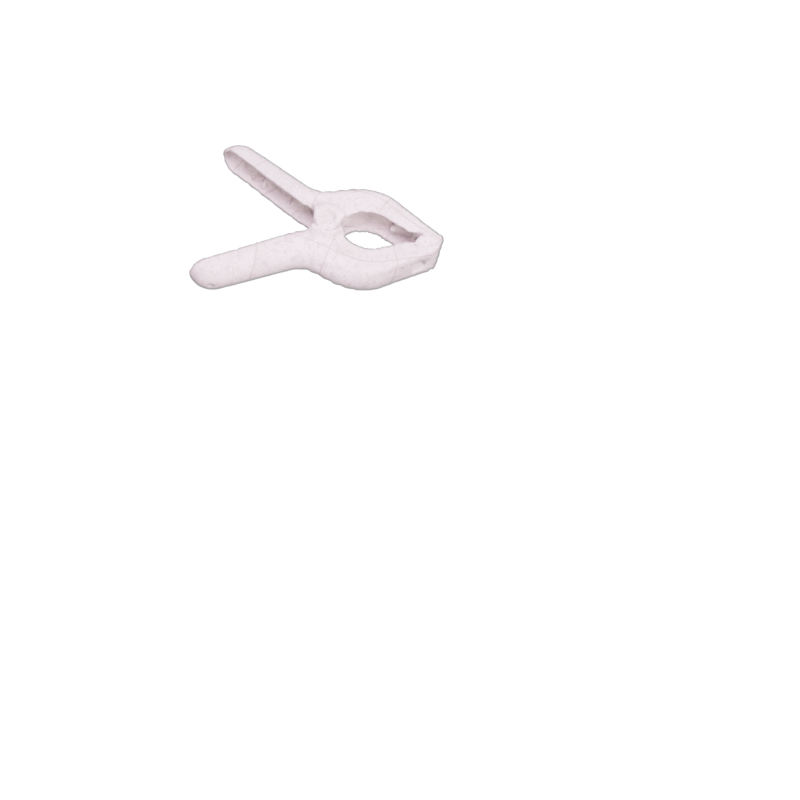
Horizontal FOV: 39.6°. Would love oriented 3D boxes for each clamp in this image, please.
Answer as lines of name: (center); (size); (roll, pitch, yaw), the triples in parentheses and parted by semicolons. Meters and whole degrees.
clamp: (-0.060, -0.109, 0.767); (0.174, 0.125, 0.037); (16, -27, 8)
